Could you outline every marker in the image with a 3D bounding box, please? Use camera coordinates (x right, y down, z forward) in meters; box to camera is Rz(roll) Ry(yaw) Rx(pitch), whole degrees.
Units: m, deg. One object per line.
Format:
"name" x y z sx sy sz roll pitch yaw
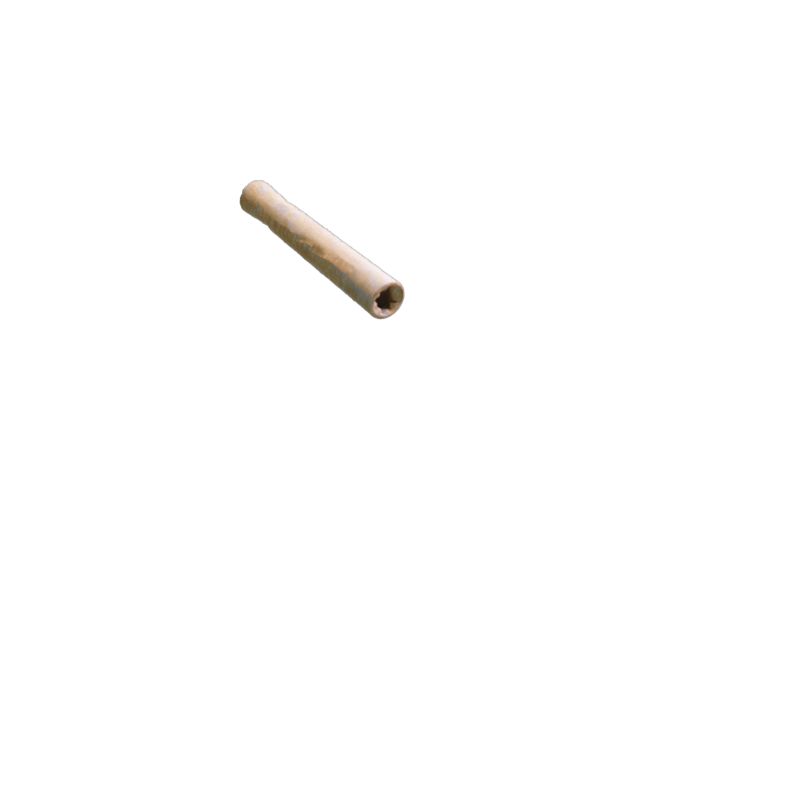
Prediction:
"marker" -0.041 -0.074 0.521 0.019 0.019 0.130 -3 31 -37
